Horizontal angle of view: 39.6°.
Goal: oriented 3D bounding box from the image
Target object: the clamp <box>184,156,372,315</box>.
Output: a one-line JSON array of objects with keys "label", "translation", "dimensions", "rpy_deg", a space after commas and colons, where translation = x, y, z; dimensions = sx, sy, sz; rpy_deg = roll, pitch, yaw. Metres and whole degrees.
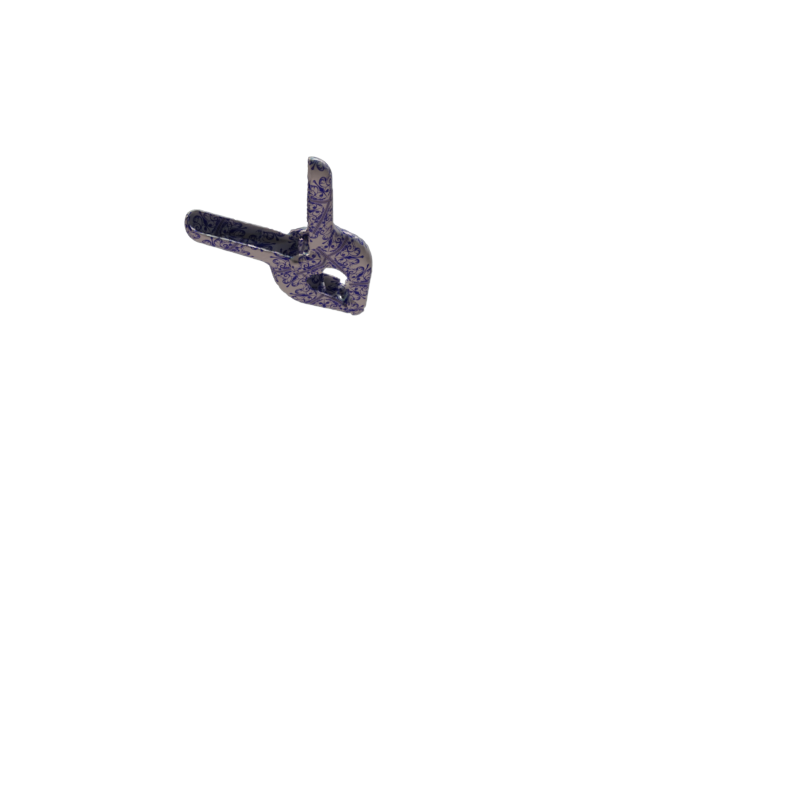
[{"label": "clamp", "translation": [-0.066, -0.120, 0.844], "dimensions": [0.121, 0.042, 0.160], "rpy_deg": [-20, -34, 33]}]
